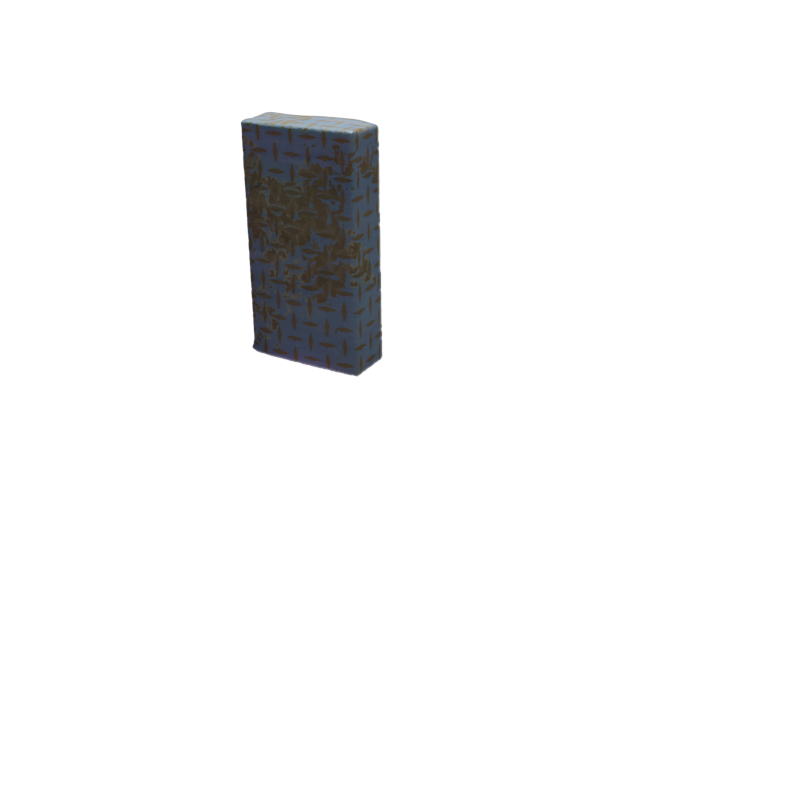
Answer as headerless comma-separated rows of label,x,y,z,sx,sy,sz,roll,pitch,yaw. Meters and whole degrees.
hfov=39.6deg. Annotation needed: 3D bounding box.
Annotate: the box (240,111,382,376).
box,-0.061,-0.112,0.787,0.098,0.169,0.048,12,20,29
